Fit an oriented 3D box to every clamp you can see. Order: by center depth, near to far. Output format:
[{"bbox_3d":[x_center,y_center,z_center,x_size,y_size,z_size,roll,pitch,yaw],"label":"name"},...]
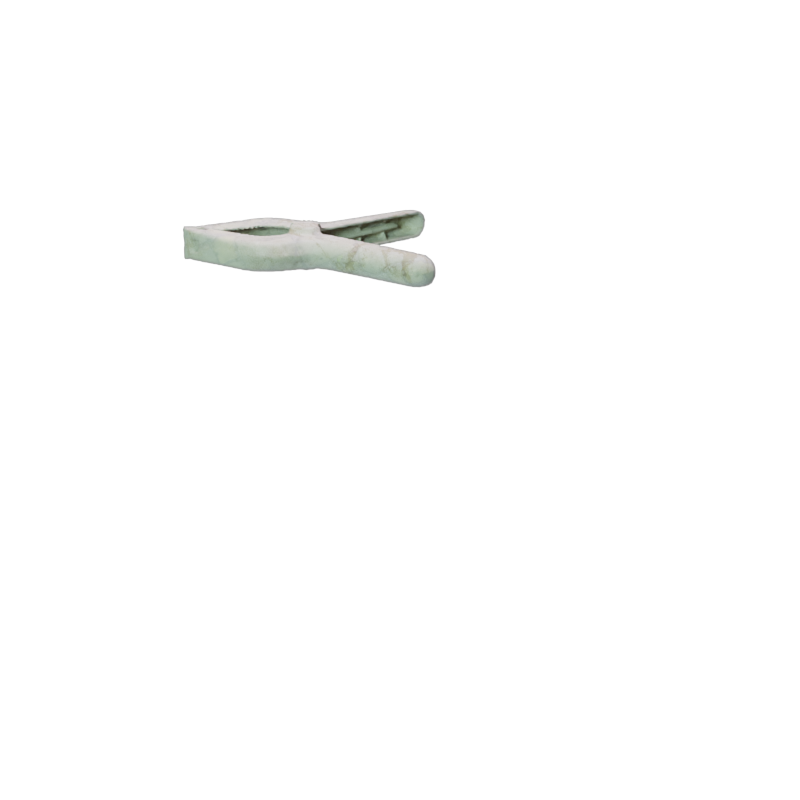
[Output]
[{"bbox_3d":[-0.072,-0.131,0.918,0.212,0.035,0.169,3,21,7],"label":"clamp"}]
